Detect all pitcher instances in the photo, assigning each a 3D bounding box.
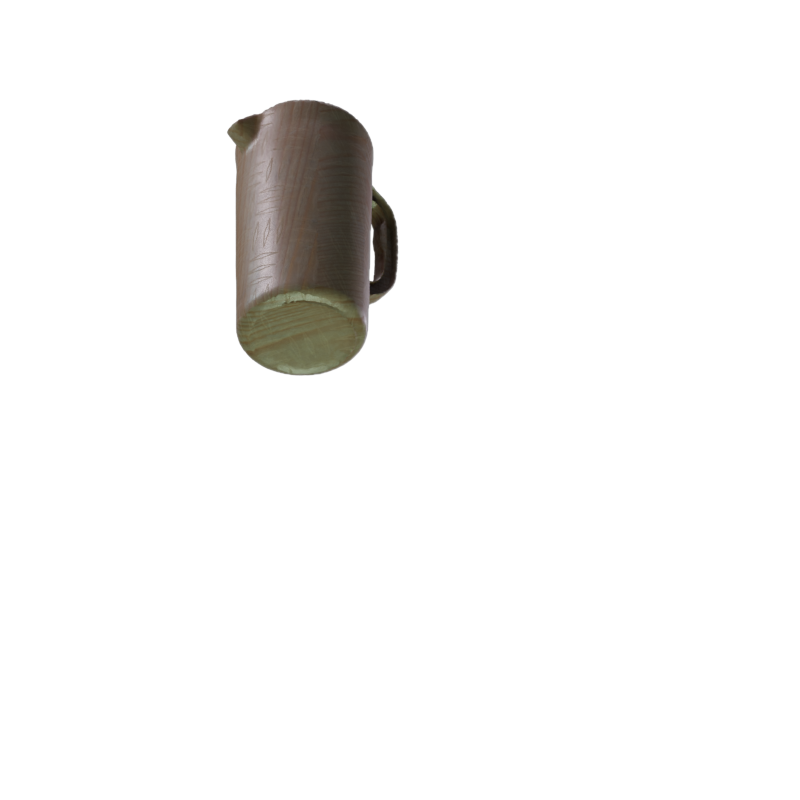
[{"bbox_3d":[-0.077,-0.141,0.986,0.150,0.261,0.134,-5,-42,2],"label":"pitcher"}]
